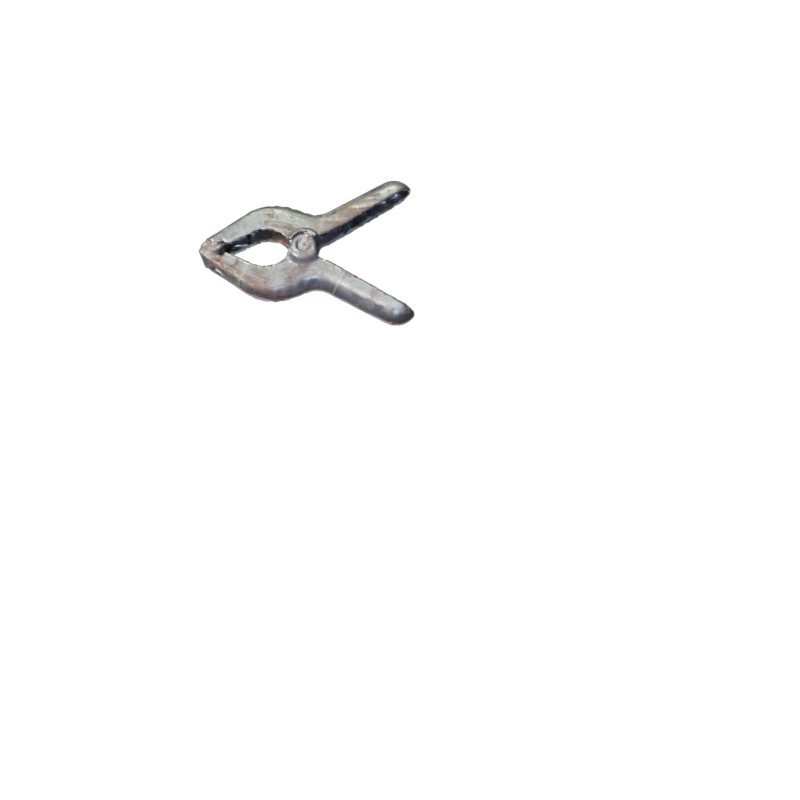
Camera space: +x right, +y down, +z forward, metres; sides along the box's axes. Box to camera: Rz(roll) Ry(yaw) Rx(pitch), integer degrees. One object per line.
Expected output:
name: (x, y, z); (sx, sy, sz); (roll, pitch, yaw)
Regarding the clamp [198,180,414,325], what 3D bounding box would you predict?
clamp: (-0.068, -0.124, 0.869); (0.173, 0.127, 0.037); (8, -29, 4)
